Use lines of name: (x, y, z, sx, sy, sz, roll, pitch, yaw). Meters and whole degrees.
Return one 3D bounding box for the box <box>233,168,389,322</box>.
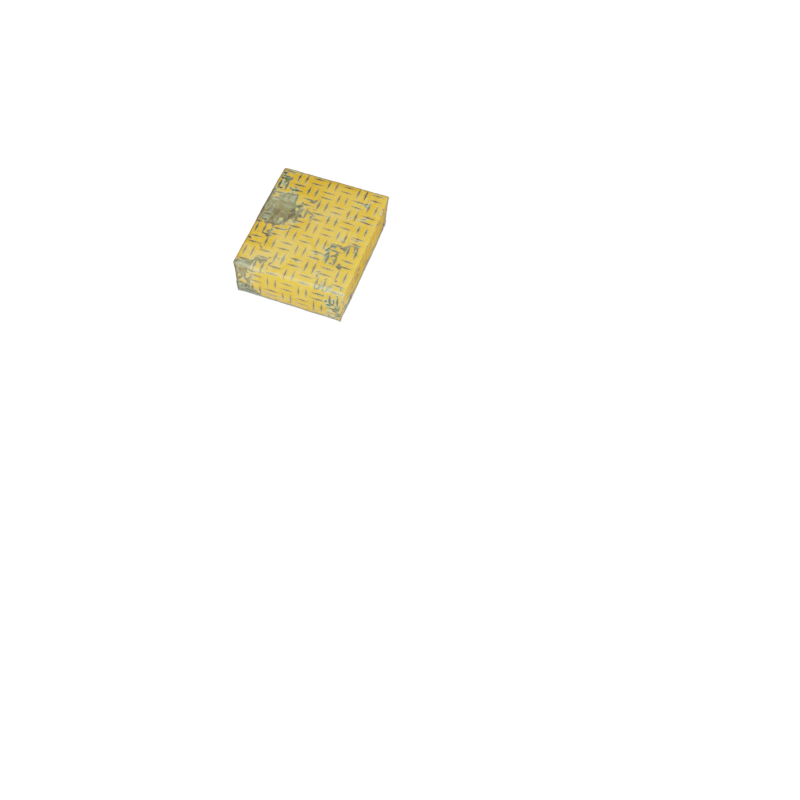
box: (-0.068, -0.124, 0.867, 0.092, 0.119, 0.036, 15, -35, 10)
